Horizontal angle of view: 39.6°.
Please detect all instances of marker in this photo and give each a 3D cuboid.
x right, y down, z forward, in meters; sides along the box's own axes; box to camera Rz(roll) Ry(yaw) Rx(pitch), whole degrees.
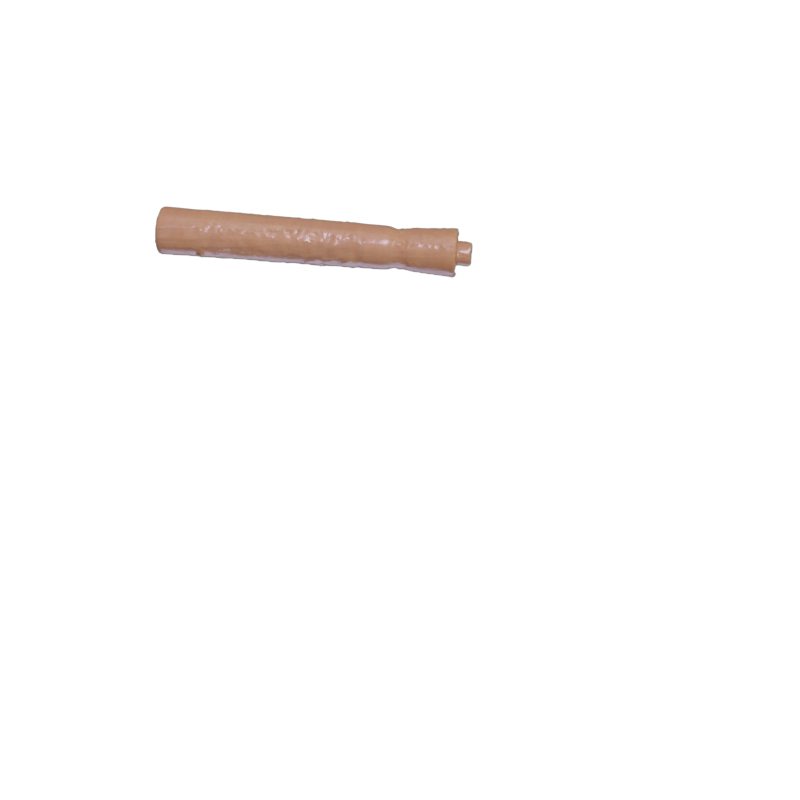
[{"bbox_3d":[-0.033,-0.061,0.426,0.122,0.020,0.020,6,5,8],"label":"marker"}]
